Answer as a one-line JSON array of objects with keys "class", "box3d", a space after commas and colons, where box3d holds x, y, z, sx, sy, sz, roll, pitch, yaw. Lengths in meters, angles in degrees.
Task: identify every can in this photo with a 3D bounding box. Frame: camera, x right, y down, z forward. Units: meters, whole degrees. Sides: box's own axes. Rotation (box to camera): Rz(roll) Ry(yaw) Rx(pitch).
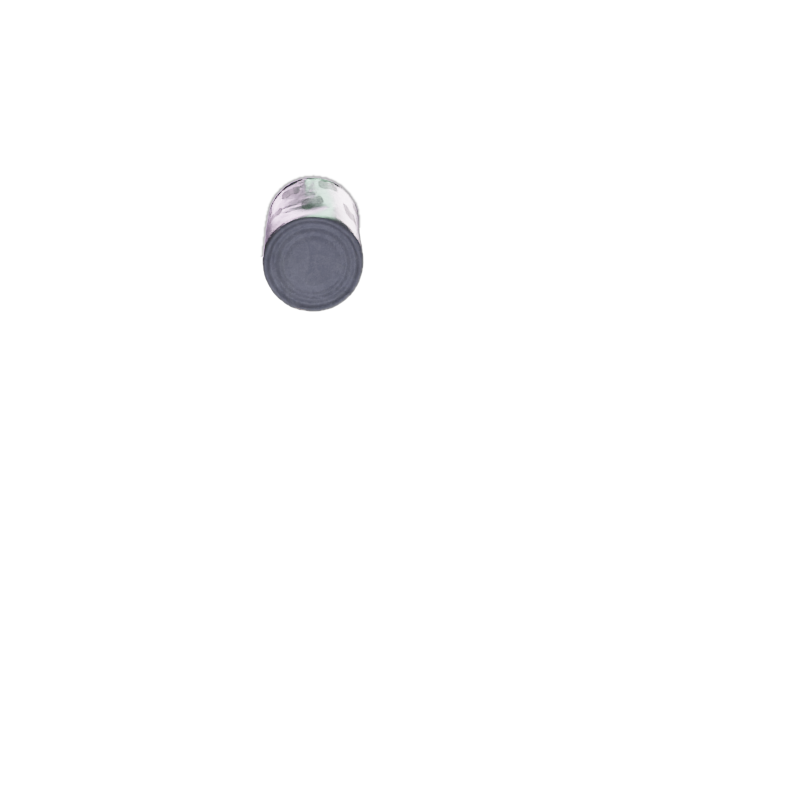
[{"class": "can", "box3d": [-0.060, -0.110, 0.770, 0.068, 0.065, 0.107, 0, 23, -3]}]
